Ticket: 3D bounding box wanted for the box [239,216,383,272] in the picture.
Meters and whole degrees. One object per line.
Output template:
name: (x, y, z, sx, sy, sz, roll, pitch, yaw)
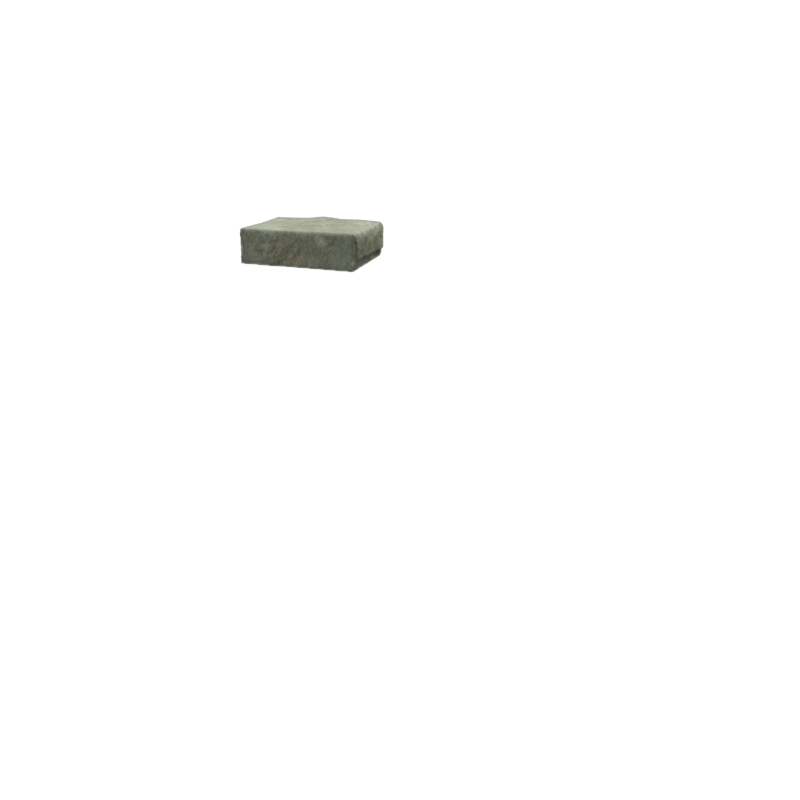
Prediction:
box: (-0.064, -0.117, 0.823, 0.092, 0.029, 0.073, 5, 16, 17)
